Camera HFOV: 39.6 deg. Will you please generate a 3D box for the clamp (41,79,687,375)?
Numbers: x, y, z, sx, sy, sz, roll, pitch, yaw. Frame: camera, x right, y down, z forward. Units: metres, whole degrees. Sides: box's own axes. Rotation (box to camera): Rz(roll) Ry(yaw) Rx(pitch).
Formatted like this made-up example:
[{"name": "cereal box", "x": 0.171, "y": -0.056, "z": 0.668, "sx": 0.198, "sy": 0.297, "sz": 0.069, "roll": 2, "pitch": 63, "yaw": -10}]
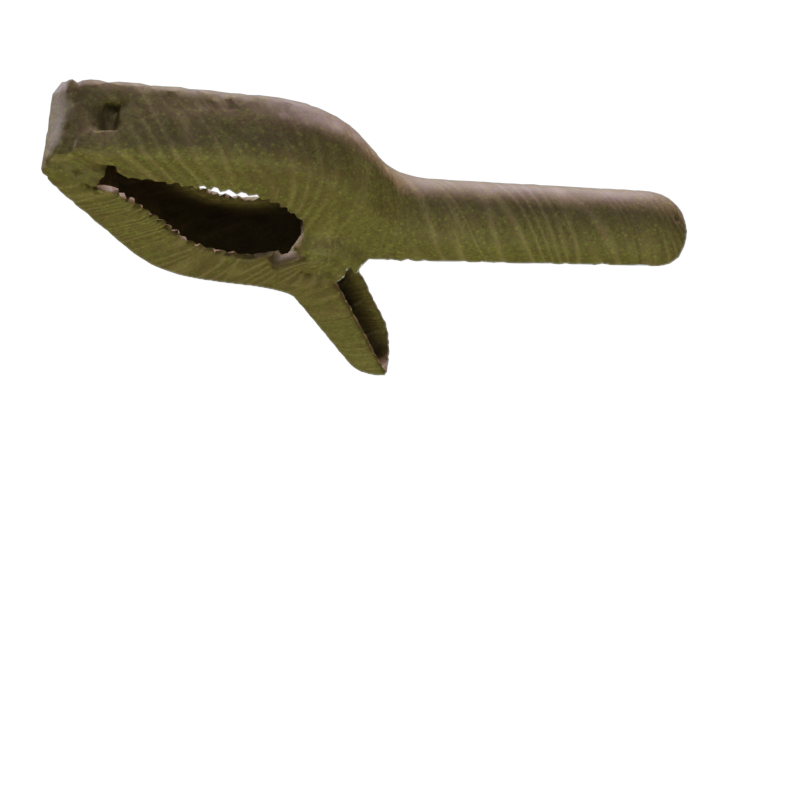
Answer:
[{"name": "clamp", "x": -0.031, "y": -0.056, "z": 0.391, "sx": 0.200, "sy": 0.038, "sz": 0.164, "roll": 13, "pitch": -25, "yaw": -31}]
